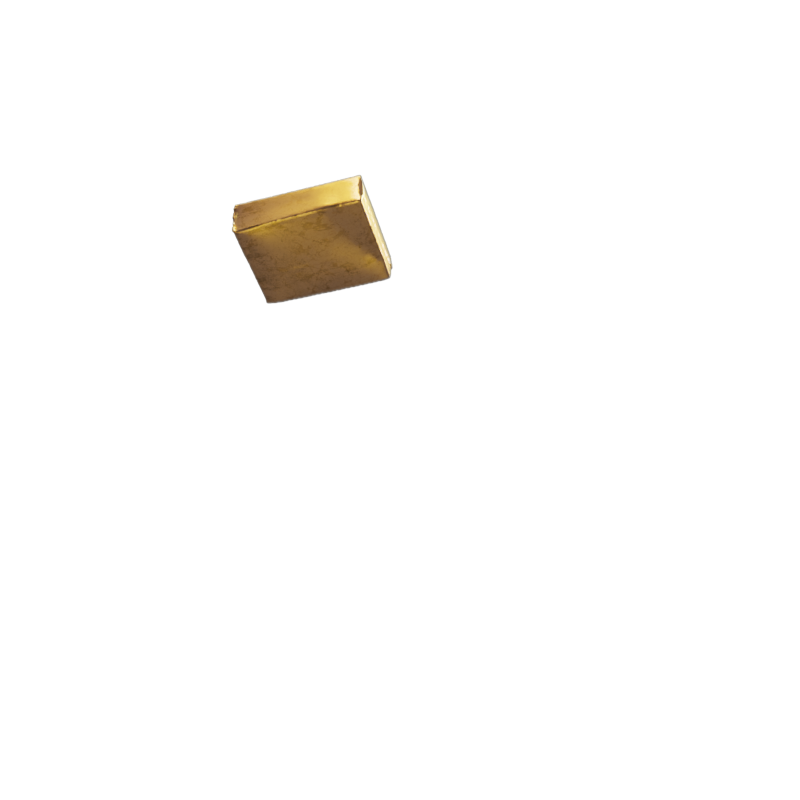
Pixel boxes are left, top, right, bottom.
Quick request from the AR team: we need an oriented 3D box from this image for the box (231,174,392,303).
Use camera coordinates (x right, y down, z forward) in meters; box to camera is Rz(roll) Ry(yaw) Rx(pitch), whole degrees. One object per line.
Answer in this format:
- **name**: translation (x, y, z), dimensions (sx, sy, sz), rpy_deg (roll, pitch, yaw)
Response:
- **box**: translation (-0.072, -0.131, 0.920), dimensions (0.114, 0.083, 0.042), rpy_deg (-12, 42, 11)
